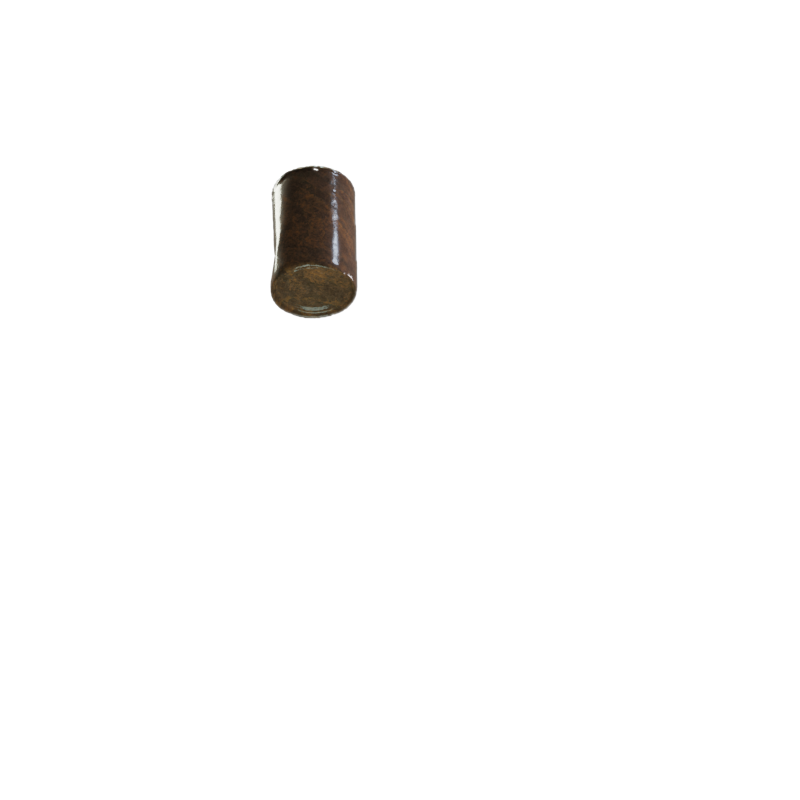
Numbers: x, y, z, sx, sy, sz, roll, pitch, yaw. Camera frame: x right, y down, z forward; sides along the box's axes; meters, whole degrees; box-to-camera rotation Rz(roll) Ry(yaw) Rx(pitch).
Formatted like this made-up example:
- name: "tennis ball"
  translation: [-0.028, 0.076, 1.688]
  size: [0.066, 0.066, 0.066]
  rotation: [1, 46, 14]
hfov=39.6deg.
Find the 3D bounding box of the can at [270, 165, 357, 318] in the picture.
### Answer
- name: "can"
  translation: [-0.068, -0.124, 0.868]
  size: [0.068, 0.110, 0.064]
  rotation: [-1, -37, -3]
